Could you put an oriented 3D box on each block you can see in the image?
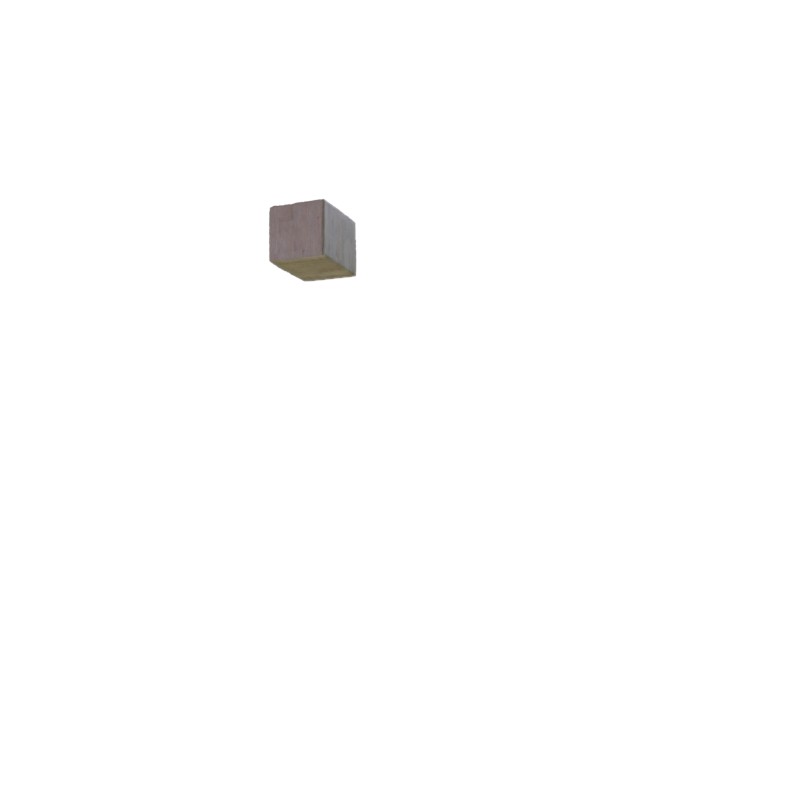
[{"bbox_3d":[-0.076,-0.139,0.972,0.054,0.053,0.074,-5,-12,20],"label":"block"}]
